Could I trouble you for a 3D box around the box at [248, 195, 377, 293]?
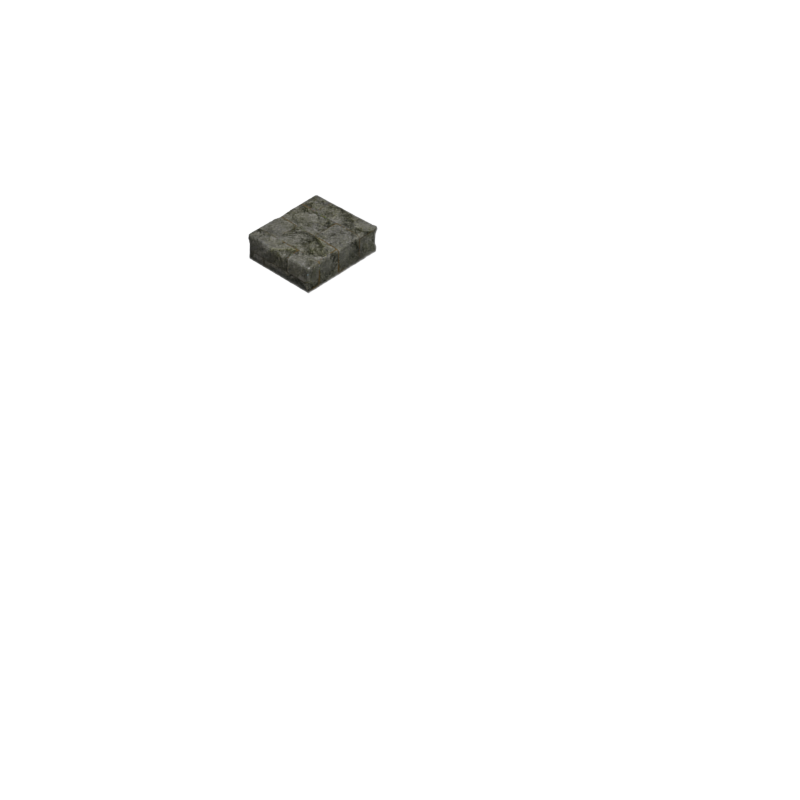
[{"bbox_3d":[-0.075,-0.137,0.961,0.078,0.028,0.090,31,49,30],"label":"box"}]
